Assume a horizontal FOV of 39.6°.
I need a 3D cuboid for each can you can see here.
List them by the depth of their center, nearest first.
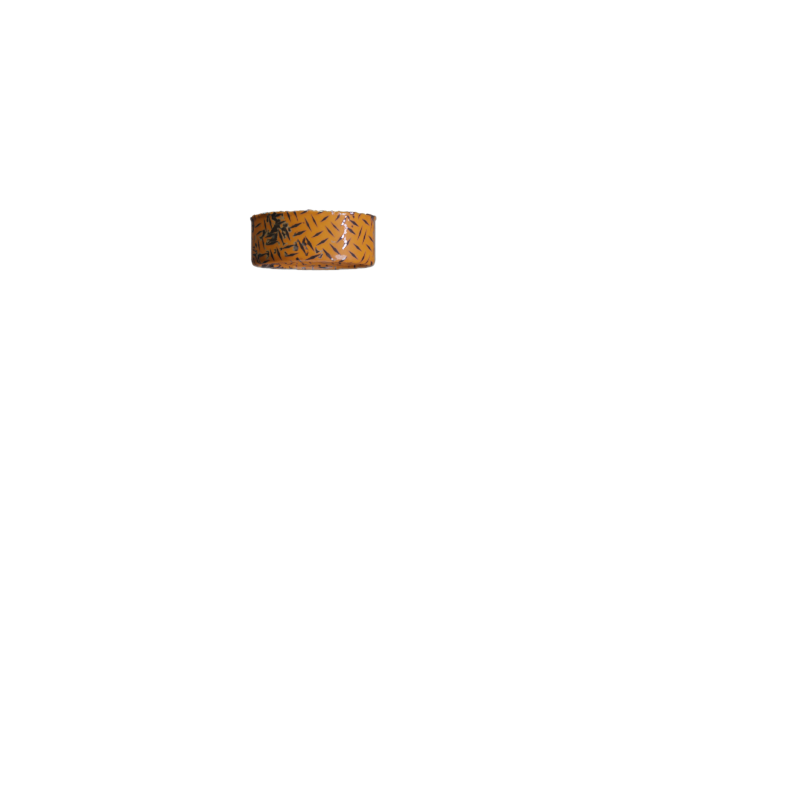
[{"bbox_3d":[-0.059,-0.107,0.749,0.086,0.034,0.086,0,2,-2],"label":"can"}]
